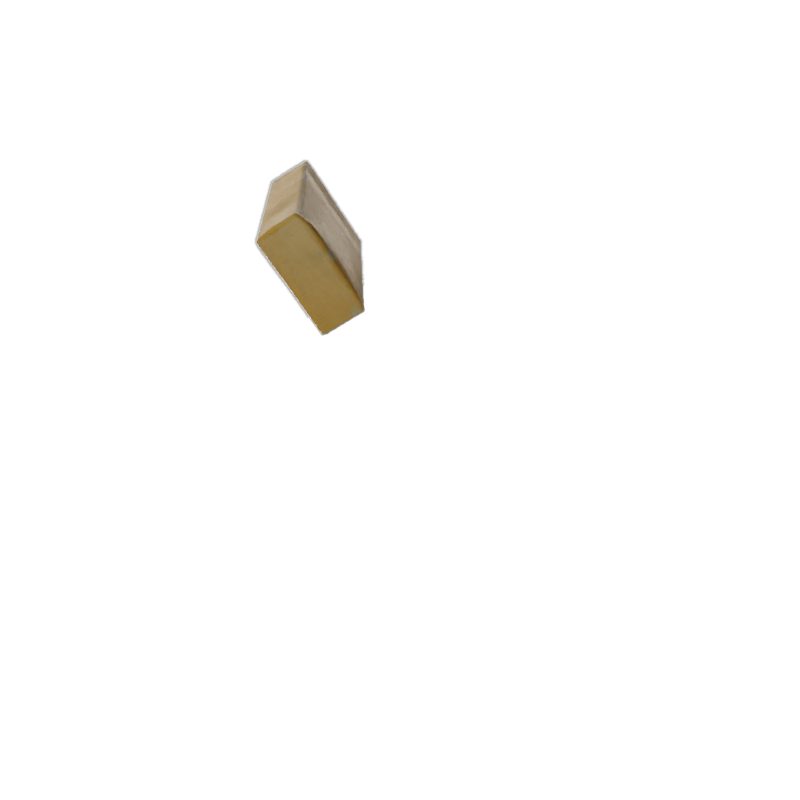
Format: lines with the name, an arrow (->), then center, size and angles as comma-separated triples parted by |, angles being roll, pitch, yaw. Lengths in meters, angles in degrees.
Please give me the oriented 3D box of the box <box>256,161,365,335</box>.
box -> -0.071, -0.129, 0.903 | 0.048, 0.089, 0.184 | -32, 20, 9
